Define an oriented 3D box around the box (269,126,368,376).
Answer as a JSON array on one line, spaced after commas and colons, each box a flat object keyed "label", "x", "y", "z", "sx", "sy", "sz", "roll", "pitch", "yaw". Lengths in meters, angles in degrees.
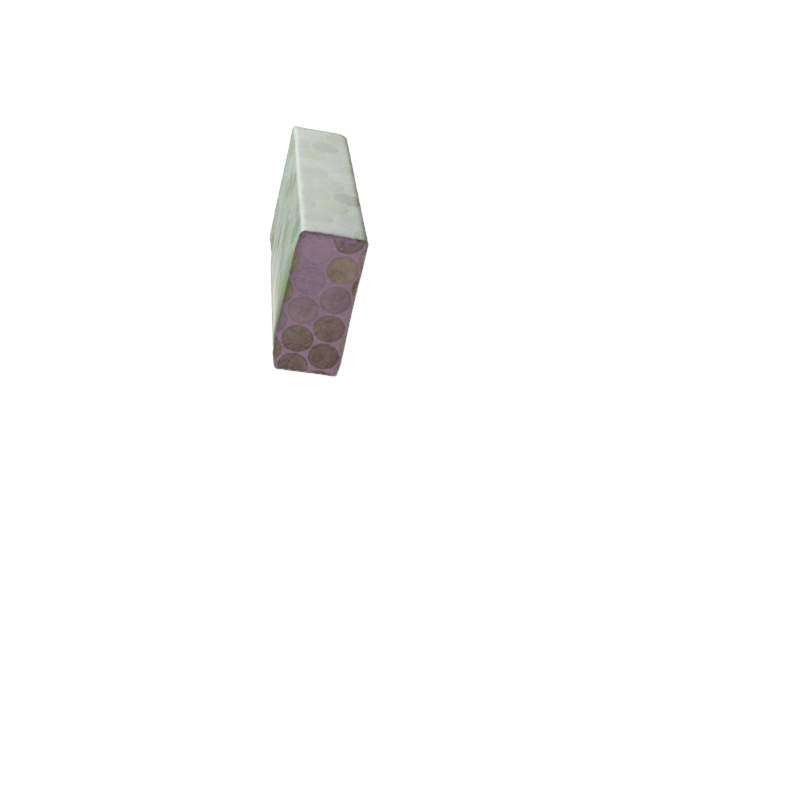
[{"label": "box", "x": -0.055, "y": -0.101, "z": 0.709, "sx": 0.047, "sy": 0.089, "sz": 0.187, "roll": 10, "pitch": 30, "yaw": -10}]
